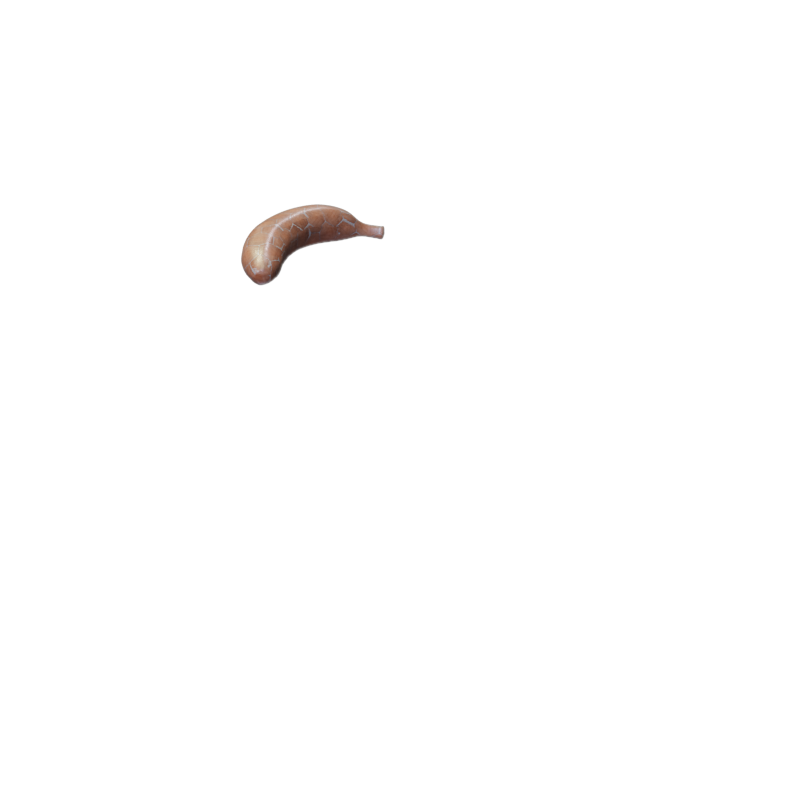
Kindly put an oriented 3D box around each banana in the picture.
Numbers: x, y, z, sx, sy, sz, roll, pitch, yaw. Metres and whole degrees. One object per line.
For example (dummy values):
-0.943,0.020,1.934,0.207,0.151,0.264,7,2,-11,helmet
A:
-0.088,-0.139,0.948,0.073,0.035,0.198,11,25,26,banana
